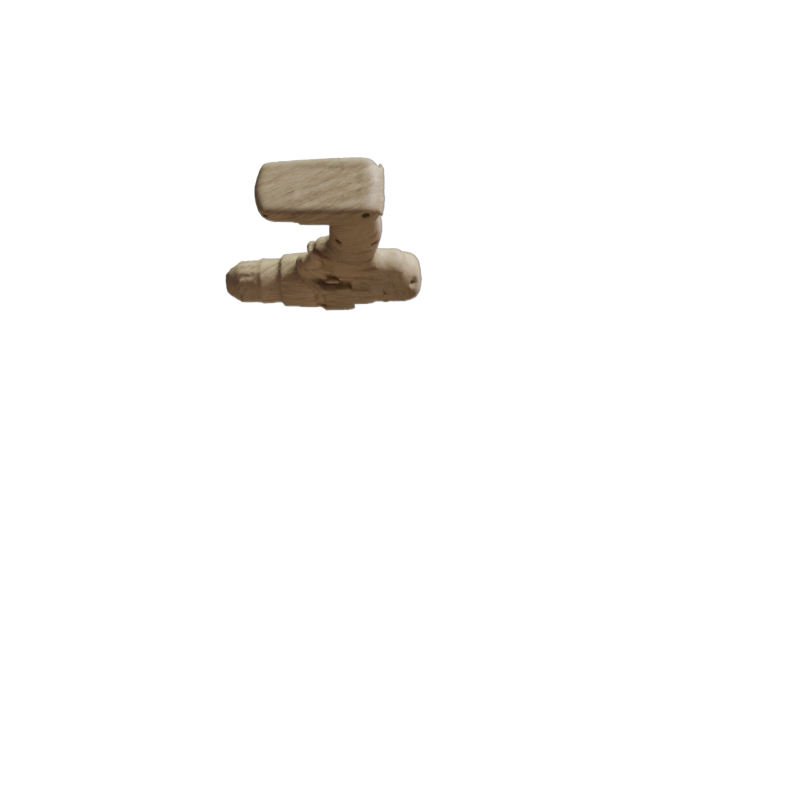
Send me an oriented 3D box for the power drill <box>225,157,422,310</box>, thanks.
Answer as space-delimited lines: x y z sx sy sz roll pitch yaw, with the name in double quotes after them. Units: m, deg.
-0.077 -0.140 0.980 0.186 0.061 0.176 -2 -23 5 "power drill"
